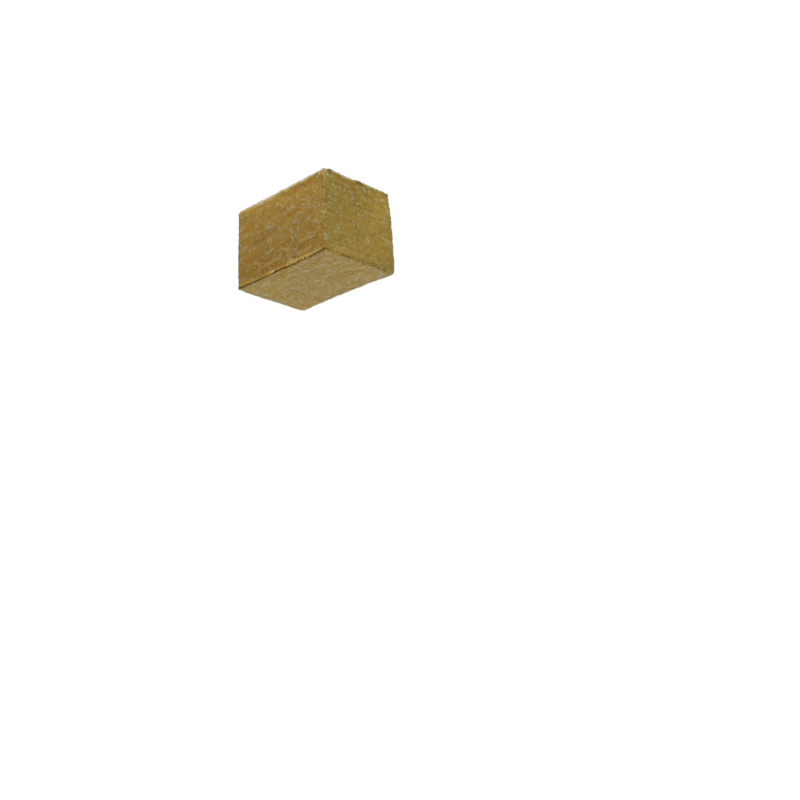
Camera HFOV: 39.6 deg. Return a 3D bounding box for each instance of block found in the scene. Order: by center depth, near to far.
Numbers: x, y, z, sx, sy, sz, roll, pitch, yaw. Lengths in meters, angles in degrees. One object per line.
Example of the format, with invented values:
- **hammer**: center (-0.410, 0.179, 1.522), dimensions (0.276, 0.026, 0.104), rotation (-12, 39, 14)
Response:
- **block**: center (-0.049, -0.090, 0.631), dimensions (0.079, 0.054, 0.050), rotation (-18, -26, 41)
